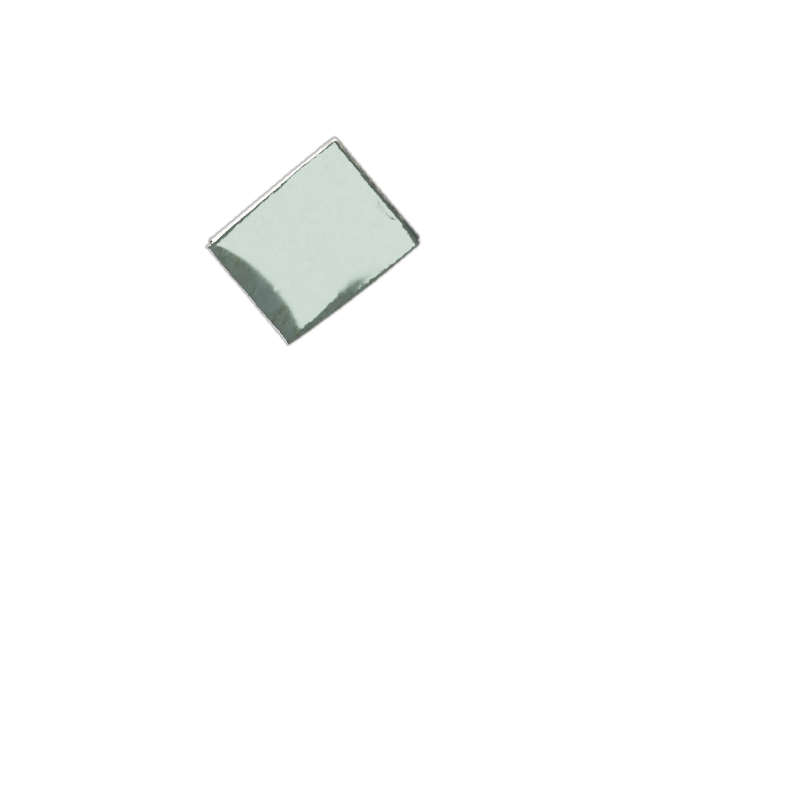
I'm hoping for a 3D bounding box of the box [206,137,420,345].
[{"bbox_3d":[-0.057,-0.105,0.734,0.113,0.089,0.039,-39,6,4],"label":"box"}]
